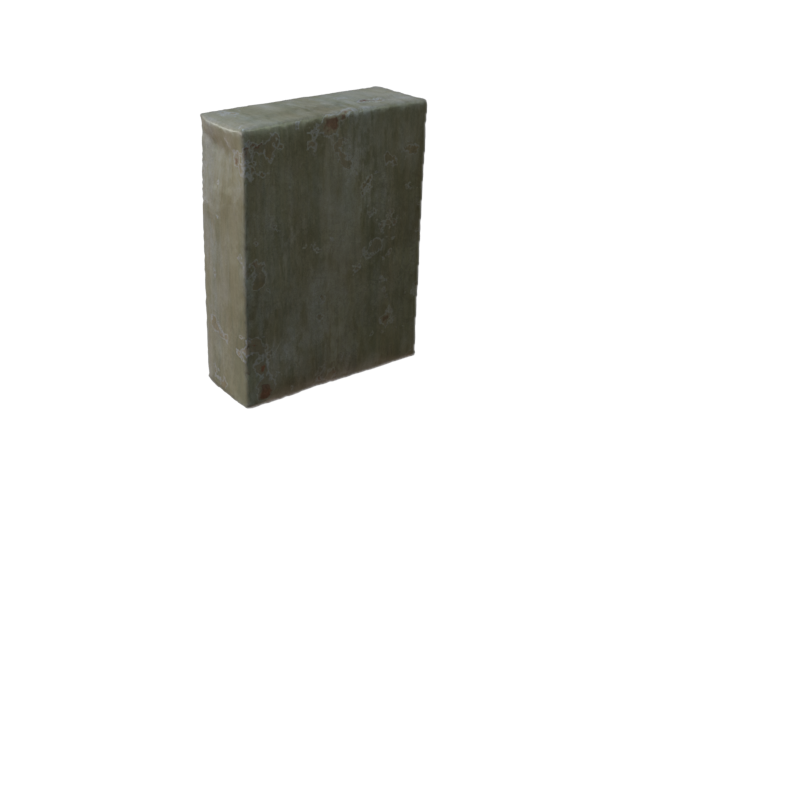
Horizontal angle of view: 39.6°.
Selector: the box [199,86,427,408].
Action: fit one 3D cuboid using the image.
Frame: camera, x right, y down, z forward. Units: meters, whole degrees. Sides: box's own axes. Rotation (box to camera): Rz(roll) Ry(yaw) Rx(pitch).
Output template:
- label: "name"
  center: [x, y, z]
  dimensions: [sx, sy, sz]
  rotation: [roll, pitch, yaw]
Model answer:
- label: "box"
  center: [-0.066, -0.120, 0.842]
  dimensions: [0.161, 0.204, 0.077]
  rotation: [-16, 28, -35]
